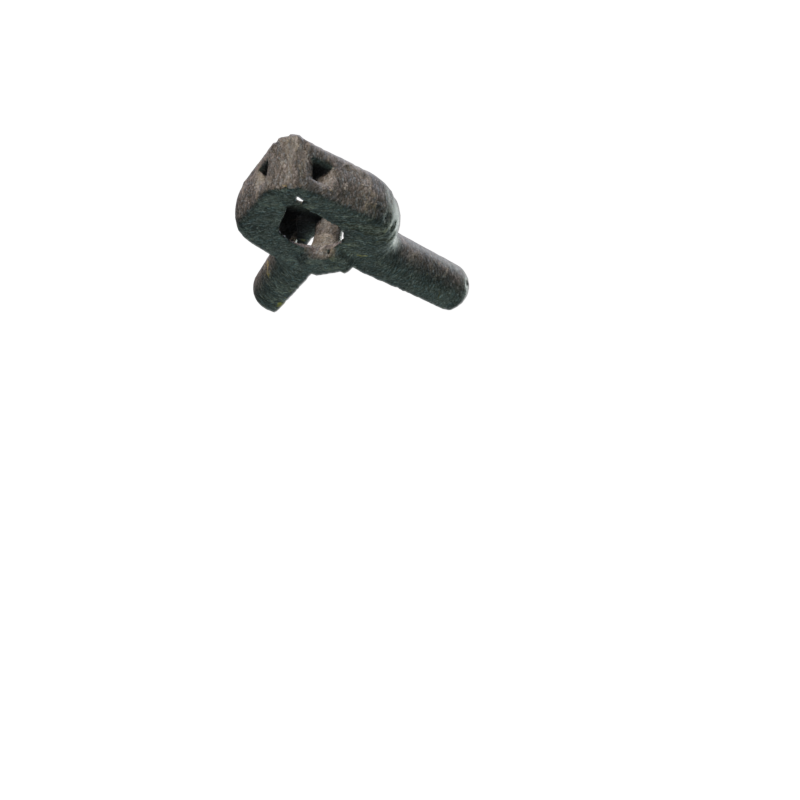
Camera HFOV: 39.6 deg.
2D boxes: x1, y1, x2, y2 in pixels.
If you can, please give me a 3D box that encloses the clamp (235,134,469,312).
[{"bbox_3d":[-0.044,-0.080,0.562,0.122,0.041,0.160,-8,-23,19],"label":"clamp"}]
